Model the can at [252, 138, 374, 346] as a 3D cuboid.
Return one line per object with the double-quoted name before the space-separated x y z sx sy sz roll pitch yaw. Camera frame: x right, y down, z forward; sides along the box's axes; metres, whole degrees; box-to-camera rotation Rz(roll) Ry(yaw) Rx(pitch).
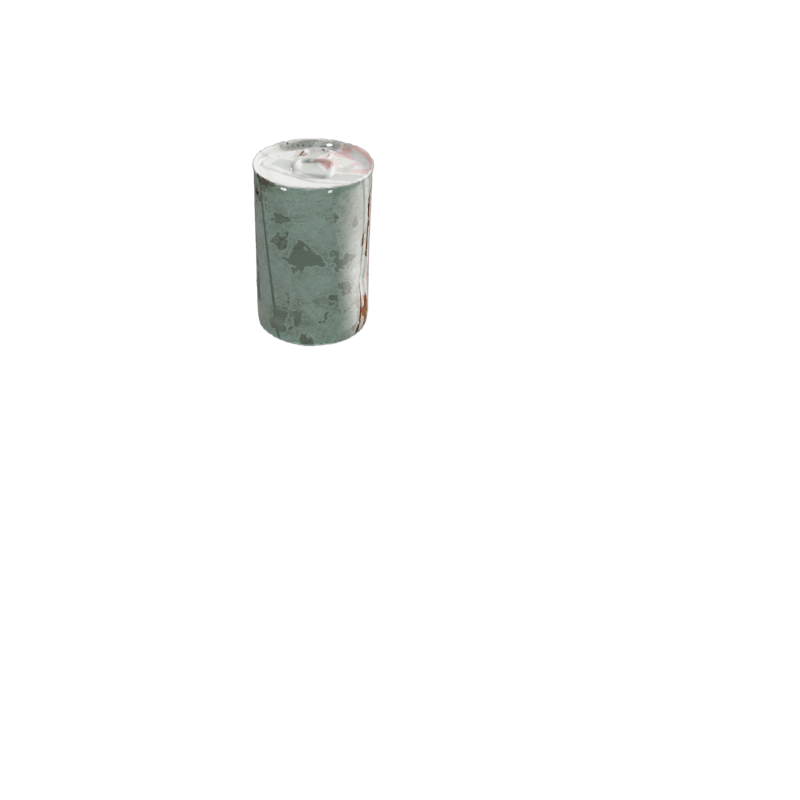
"can" -0.050 -0.091 0.640 0.068 0.096 0.073 0 32 -3
